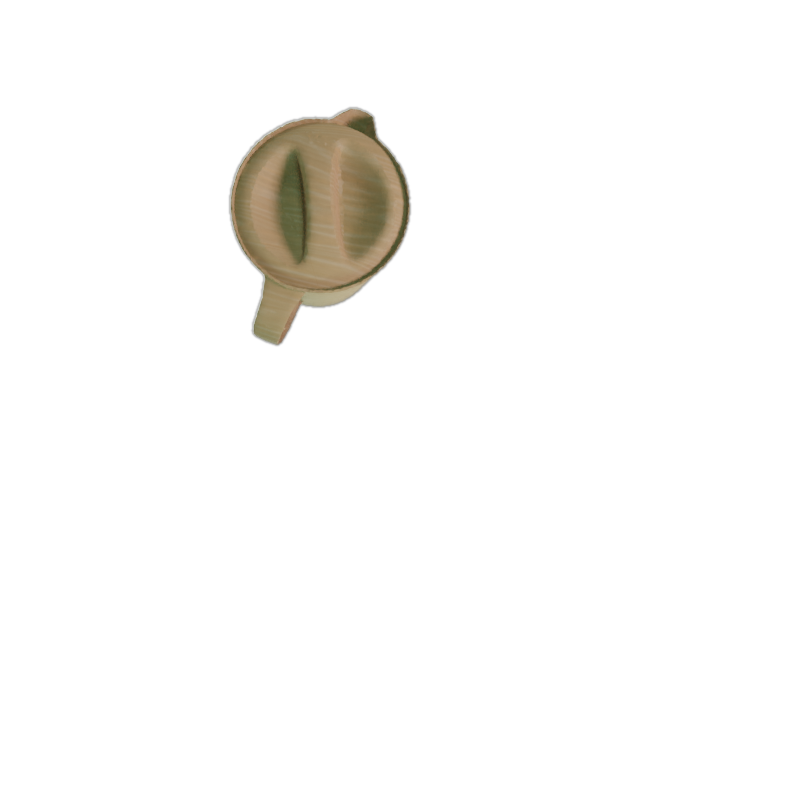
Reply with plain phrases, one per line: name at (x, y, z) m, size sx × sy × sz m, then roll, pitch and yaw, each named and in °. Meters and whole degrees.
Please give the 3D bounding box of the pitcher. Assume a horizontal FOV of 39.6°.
pitcher at (-0.073, -0.133, 0.929) m, size 0.149 × 0.147 × 0.240 m, roll -23°, pitch -2°, yaw -4°
